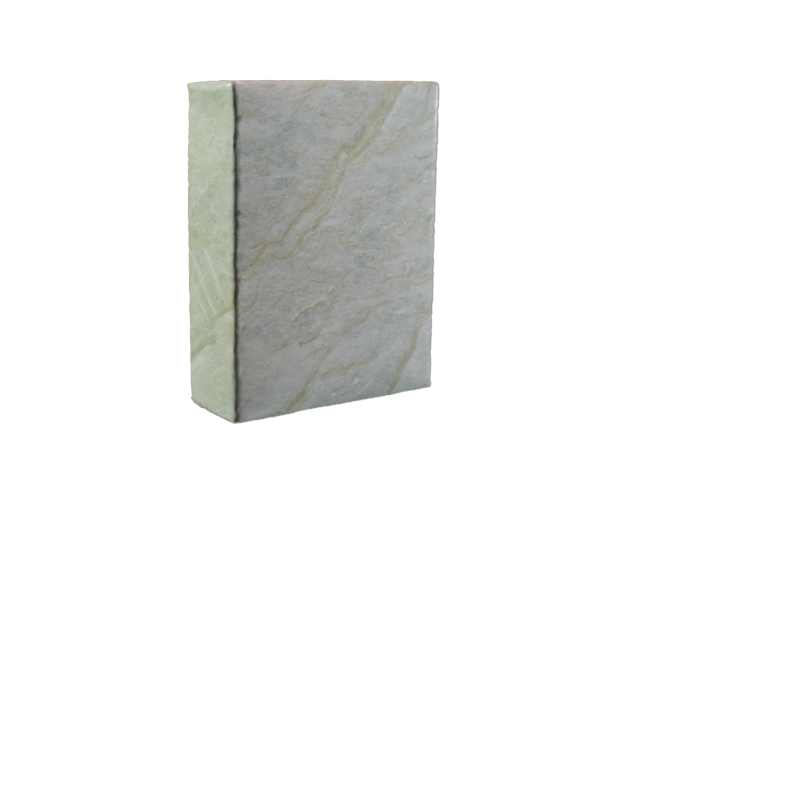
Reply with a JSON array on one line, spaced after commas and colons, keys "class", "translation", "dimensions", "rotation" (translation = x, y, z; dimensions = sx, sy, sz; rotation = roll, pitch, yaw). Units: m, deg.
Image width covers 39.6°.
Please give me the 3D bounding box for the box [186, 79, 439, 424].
[{"class": "box", "translation": [-0.058, -0.106, 0.742], "dimensions": [0.159, 0.209, 0.075], "rotation": [-7, 12, -36]}]
